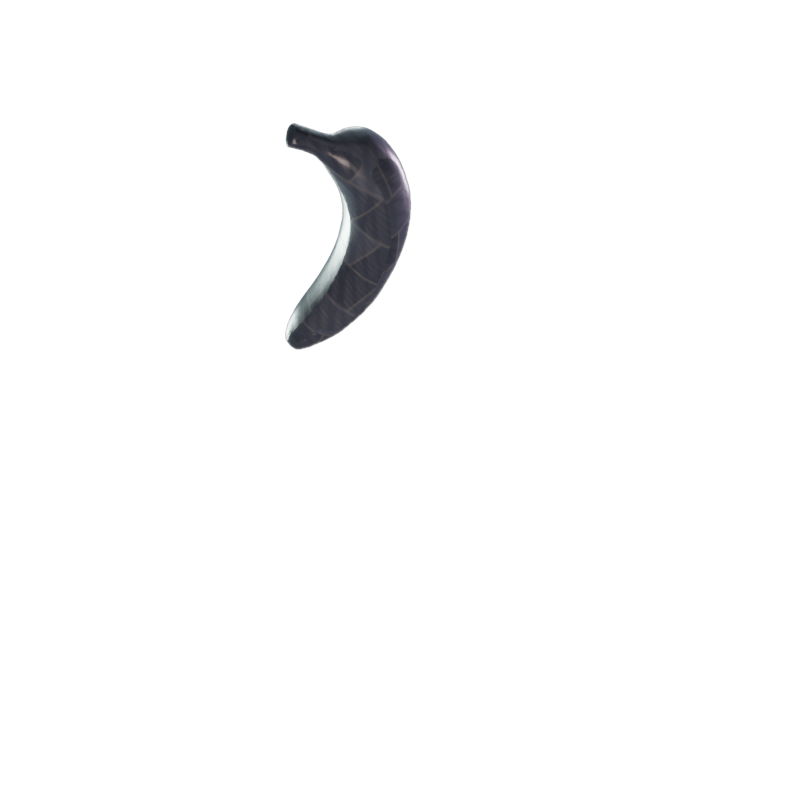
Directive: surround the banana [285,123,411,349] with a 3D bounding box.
[{"bbox_3d":[-0.031,-0.092,0.627,0.069,0.039,0.185,2,-34,-4],"label":"banana"}]
